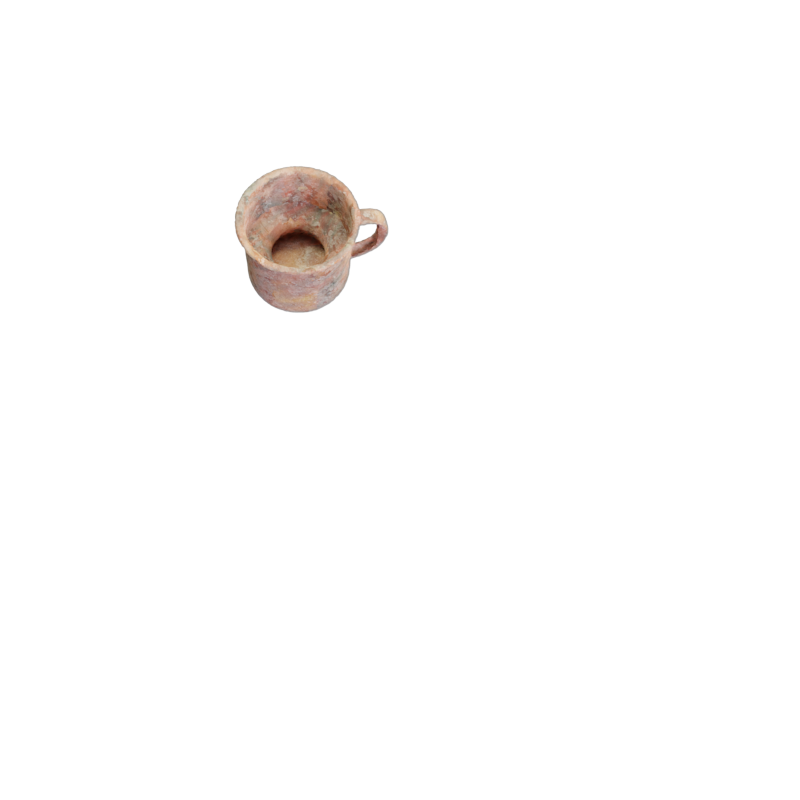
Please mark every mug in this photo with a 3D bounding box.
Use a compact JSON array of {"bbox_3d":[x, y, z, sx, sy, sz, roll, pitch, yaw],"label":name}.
[{"bbox_3d":[-0.067,-0.122,0.853,0.116,0.099,0.077,-14,-25,-8],"label":"mug"}]
